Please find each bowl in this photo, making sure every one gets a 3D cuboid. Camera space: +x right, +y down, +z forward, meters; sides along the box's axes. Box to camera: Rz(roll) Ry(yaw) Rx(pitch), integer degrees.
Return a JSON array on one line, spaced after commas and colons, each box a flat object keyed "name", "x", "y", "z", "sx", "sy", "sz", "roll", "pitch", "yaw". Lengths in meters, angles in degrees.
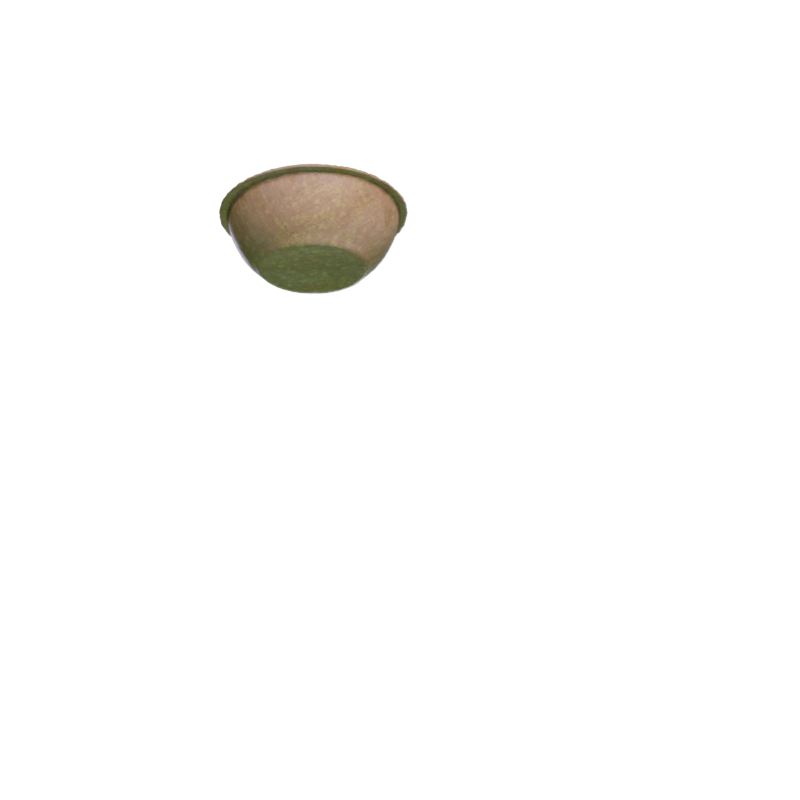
[{"name": "bowl", "x": -0.074, "y": -0.134, "z": 0.940, "sx": 0.162, "sy": 0.058, "sz": 0.153, "roll": 1, "pitch": -23, "yaw": -2}]
